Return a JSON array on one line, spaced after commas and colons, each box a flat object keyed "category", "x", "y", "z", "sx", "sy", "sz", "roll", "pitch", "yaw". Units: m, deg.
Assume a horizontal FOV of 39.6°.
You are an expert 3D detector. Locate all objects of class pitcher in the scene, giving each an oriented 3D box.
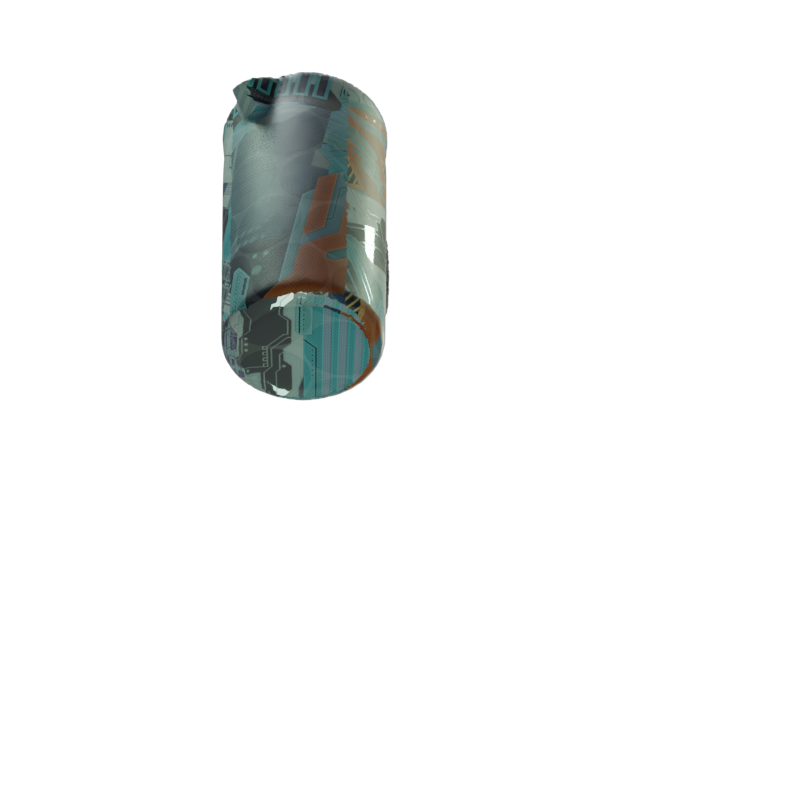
[{"category": "pitcher", "x": -0.064, "y": -0.116, "z": 0.816, "sx": 0.147, "sy": 0.261, "sz": 0.137, "roll": 7, "pitch": -46, "yaw": -11}]
